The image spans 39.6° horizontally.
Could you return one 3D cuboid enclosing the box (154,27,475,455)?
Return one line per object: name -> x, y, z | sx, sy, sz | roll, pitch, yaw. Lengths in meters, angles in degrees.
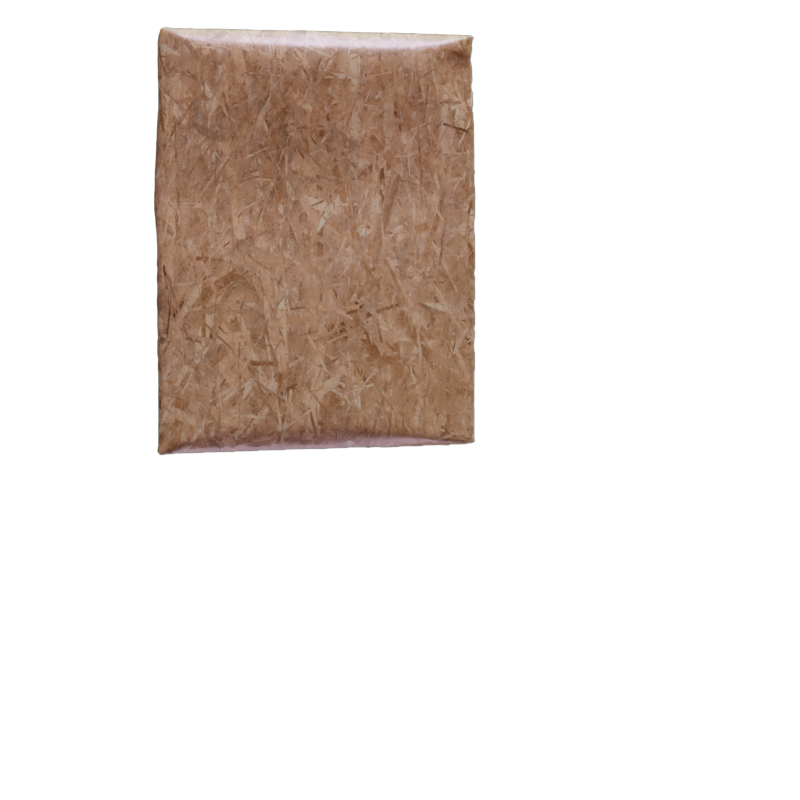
box -> -0.045, -0.083, 0.581 | 0.162, 0.214, 0.072 | 0, 0, -7
